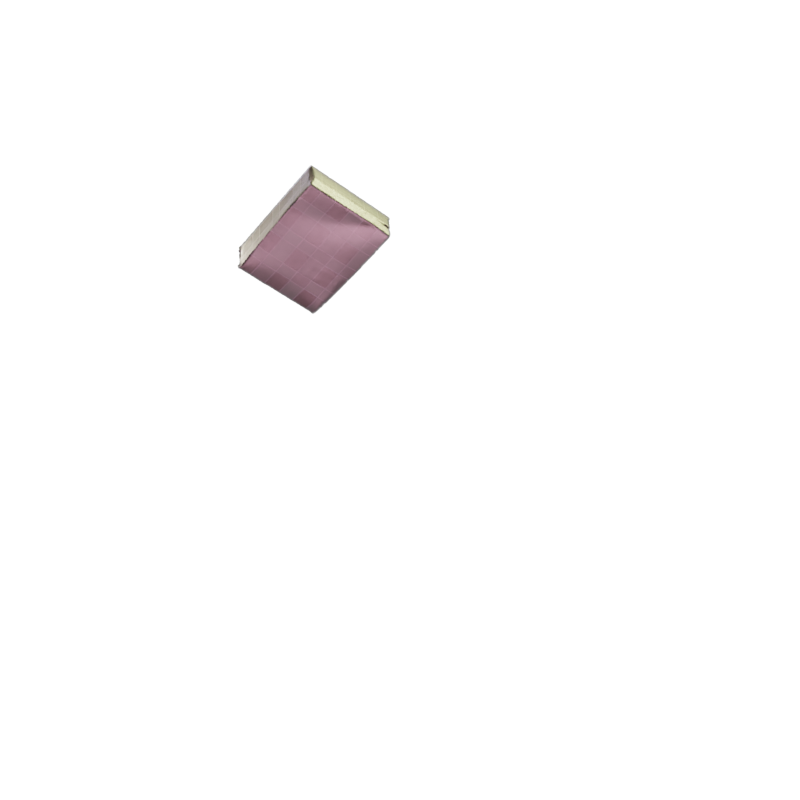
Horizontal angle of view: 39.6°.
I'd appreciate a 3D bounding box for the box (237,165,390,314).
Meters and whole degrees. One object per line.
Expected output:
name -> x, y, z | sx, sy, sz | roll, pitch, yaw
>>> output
box -> -0.077, -0.141, 0.990 | 0.086, 0.111, 0.041 | 34, 27, -21
